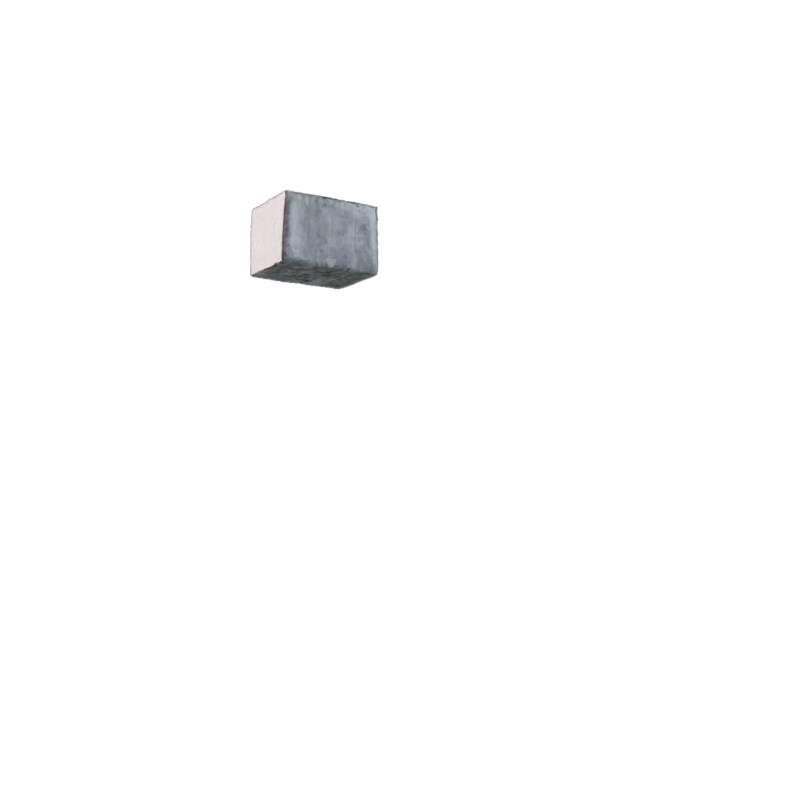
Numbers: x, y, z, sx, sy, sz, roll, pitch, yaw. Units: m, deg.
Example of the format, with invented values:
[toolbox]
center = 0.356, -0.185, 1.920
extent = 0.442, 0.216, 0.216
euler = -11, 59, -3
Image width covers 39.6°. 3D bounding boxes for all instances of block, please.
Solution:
[block]
center = -0.061, -0.112, 0.783
extent = 0.075, 0.053, 0.053
euler = 6, -14, -32
